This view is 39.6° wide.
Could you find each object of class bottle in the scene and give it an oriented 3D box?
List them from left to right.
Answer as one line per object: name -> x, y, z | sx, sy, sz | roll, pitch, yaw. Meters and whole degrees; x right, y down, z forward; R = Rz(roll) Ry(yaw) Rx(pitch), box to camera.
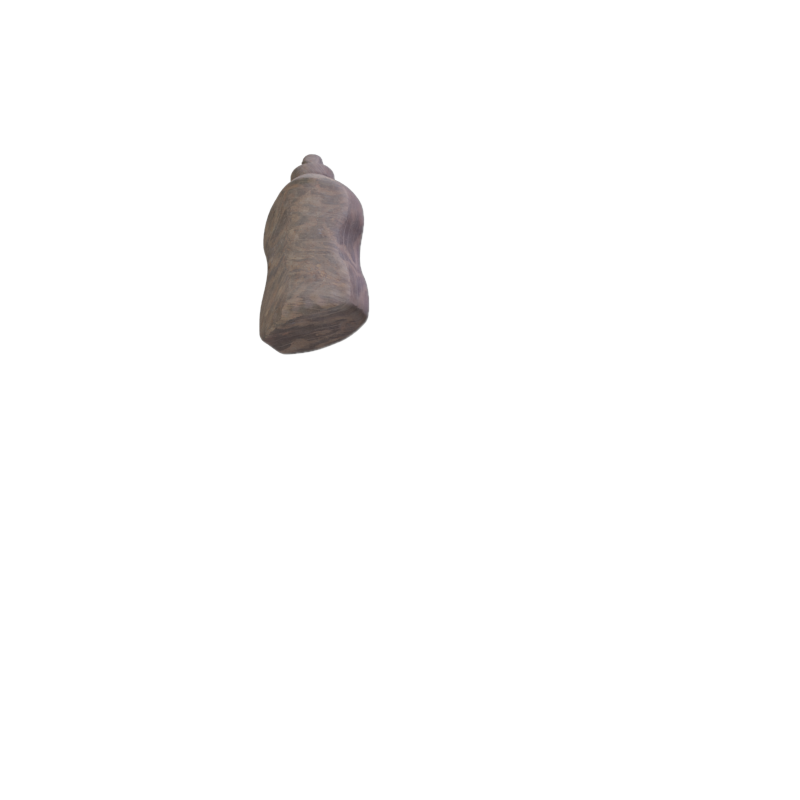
bottle -> -0.077, -0.140, 0.976 | 0.096, 0.205, 0.054 | -23, -39, 28
